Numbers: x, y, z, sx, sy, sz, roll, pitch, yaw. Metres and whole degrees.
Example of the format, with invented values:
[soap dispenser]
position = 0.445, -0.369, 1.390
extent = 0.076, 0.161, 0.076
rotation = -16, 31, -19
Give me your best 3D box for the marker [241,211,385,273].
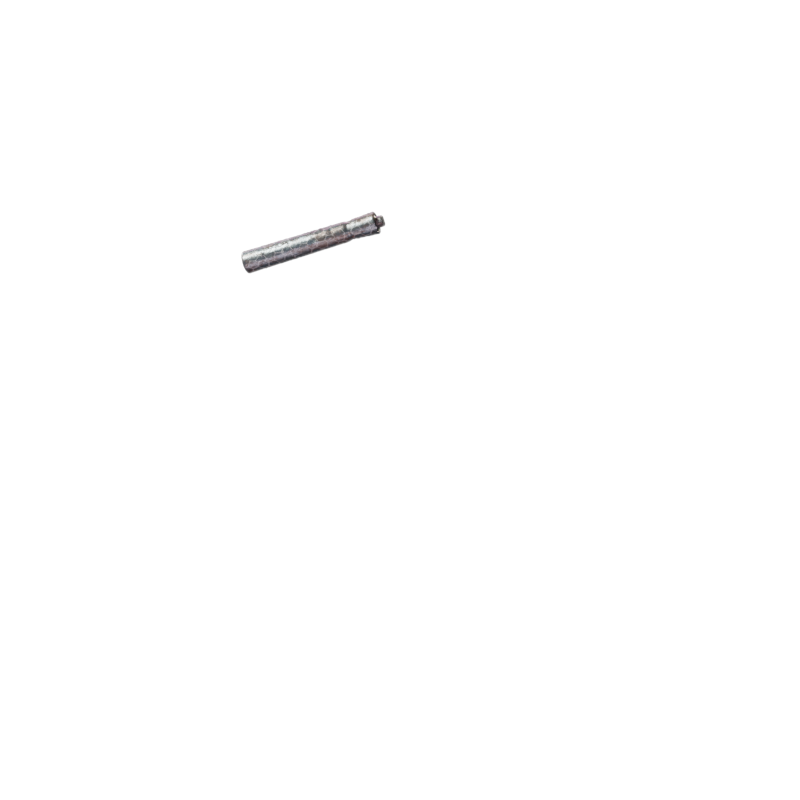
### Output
[marker]
position = -0.071, -0.129, 0.903
extent = 0.122, 0.020, 0.019
rotation = -15, 1, 14
